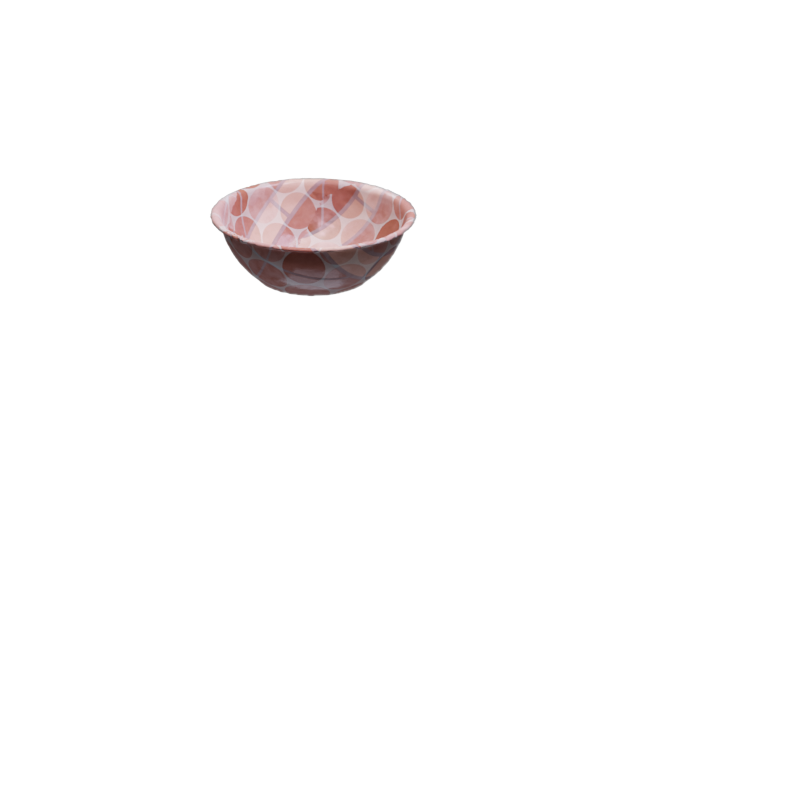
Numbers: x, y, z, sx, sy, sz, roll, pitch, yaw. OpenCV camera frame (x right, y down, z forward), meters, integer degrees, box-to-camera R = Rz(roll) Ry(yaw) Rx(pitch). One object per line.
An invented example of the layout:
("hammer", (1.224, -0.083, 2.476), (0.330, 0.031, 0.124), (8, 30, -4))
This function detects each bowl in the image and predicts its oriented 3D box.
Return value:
("bowl", (-0.069, -0.126, 0.881), (0.162, 0.052, 0.171), (-1, 28, -2))
